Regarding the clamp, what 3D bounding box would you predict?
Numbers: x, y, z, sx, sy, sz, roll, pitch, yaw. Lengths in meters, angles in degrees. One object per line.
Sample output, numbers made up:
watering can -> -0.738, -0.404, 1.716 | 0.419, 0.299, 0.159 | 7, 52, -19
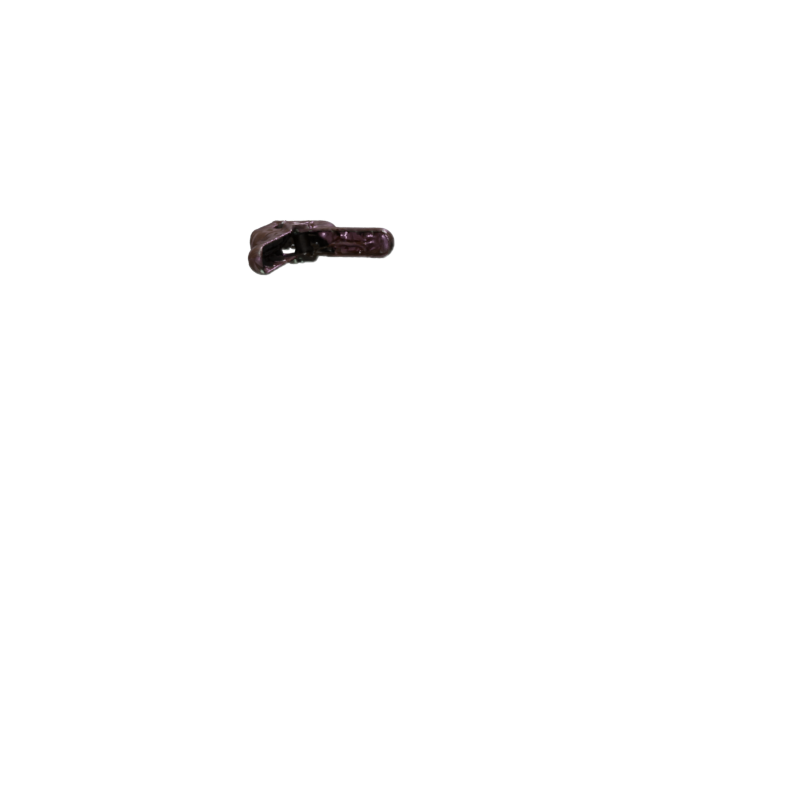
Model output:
clamp -> -0.075, -0.136, 0.955 | 0.119, 0.038, 0.178 | -2, 17, -9
